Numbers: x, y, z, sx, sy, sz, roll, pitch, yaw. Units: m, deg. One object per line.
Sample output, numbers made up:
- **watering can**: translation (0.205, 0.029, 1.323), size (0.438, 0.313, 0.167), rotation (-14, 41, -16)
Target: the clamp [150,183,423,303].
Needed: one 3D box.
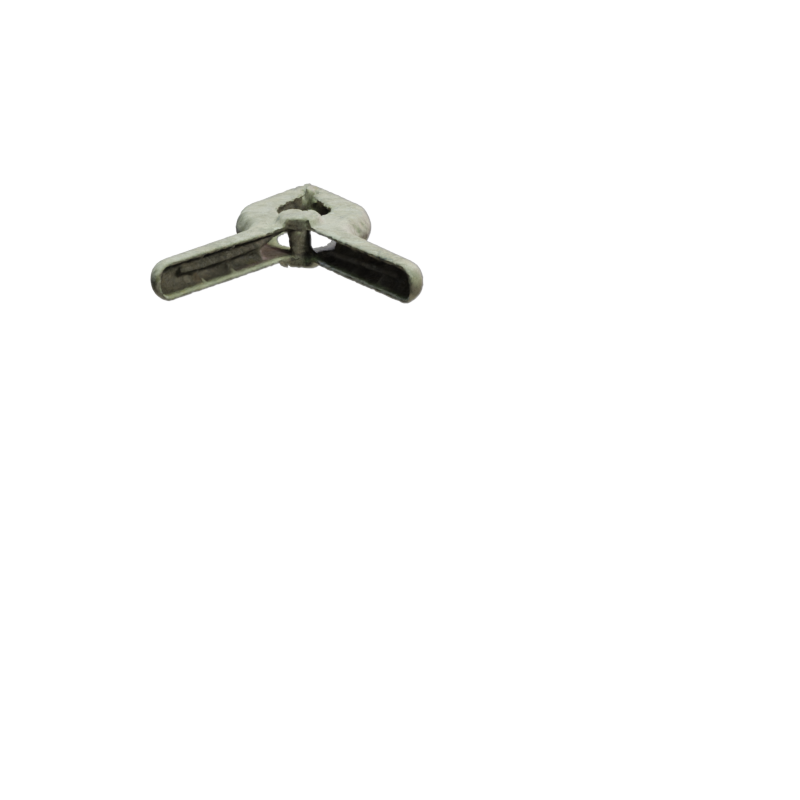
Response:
- **clamp**: translation (-0.059, -0.107, 0.748), size (0.167, 0.035, 0.217), rotation (4, 24, 8)
